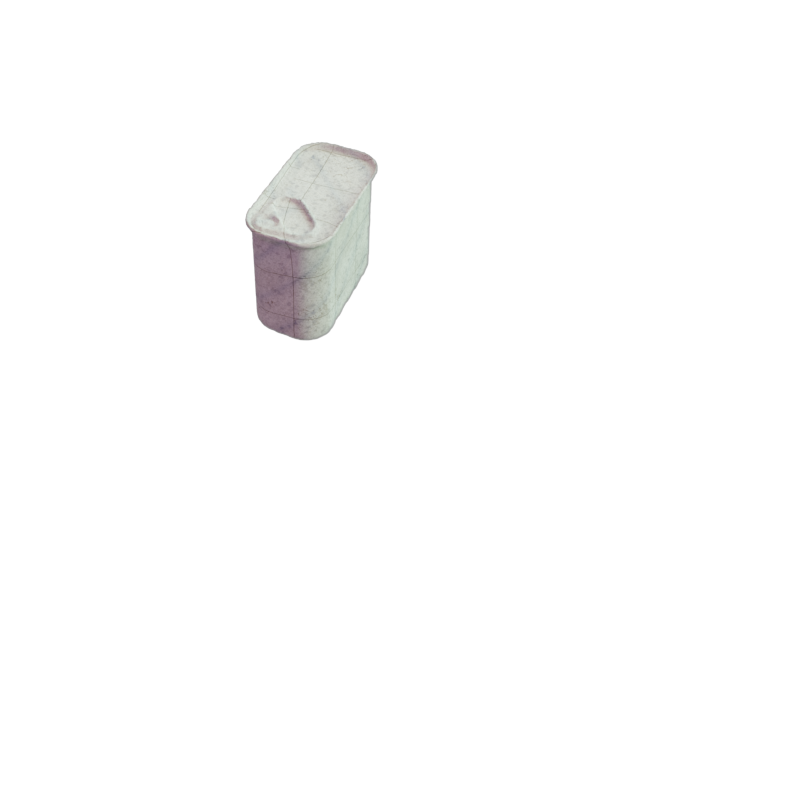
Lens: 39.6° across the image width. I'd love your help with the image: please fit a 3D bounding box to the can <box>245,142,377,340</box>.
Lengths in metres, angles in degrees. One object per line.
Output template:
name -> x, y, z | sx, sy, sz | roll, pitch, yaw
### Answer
can -> -0.056, -0.101, 0.711 | 0.059, 0.078, 0.106 | 16, 46, 14
